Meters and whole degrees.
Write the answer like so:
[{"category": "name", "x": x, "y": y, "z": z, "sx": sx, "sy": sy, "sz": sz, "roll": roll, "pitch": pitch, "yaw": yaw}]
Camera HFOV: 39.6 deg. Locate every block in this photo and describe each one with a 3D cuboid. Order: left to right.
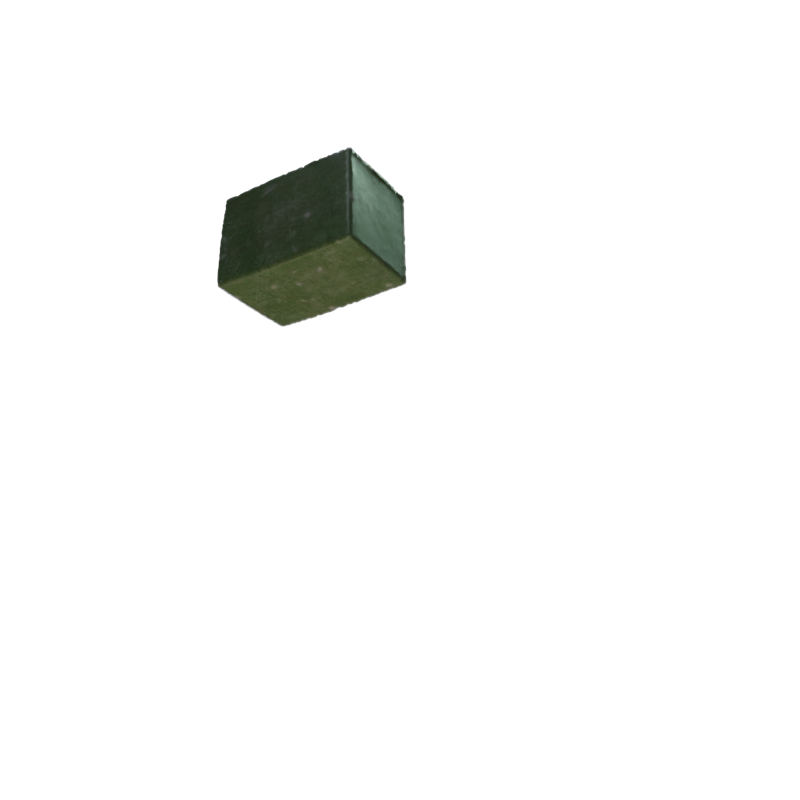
[{"category": "block", "x": -0.043, "y": -0.078, "z": 0.543, "sx": 0.079, "sy": 0.055, "sz": 0.049, "roll": -18, "pitch": -33, "yaw": 28}]
